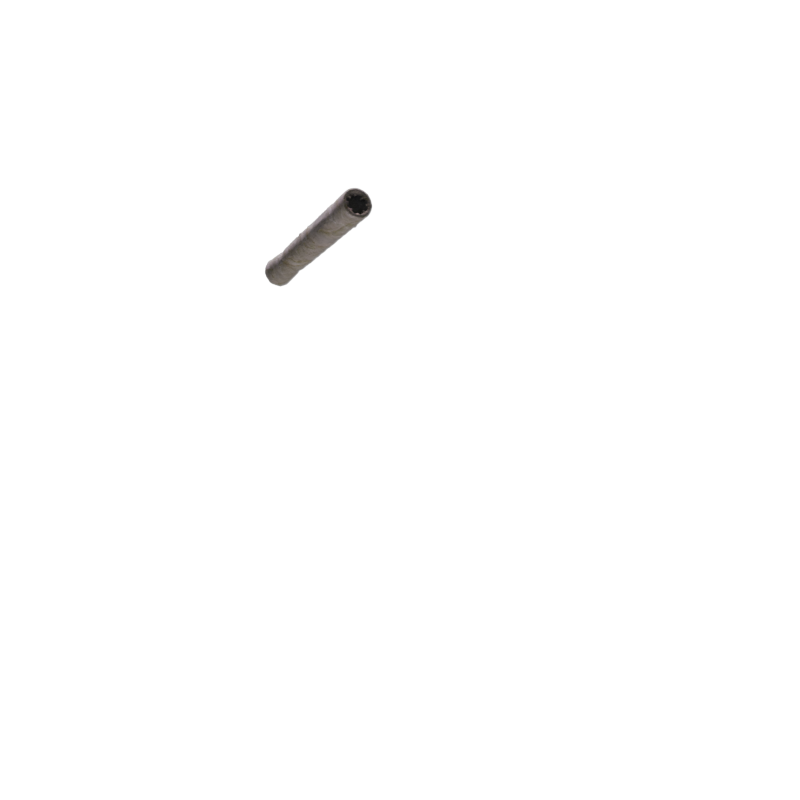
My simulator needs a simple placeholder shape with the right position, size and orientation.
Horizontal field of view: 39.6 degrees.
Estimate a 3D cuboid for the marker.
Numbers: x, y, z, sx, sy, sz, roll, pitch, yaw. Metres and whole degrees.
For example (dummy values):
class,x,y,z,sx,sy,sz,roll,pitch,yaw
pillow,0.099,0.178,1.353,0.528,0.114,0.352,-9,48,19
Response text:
class,x,y,z,sx,sy,sz,roll,pitch,yaw
marker,-0.052,-0.095,0.668,0.019,0.020,0.120,-2,-14,-30
